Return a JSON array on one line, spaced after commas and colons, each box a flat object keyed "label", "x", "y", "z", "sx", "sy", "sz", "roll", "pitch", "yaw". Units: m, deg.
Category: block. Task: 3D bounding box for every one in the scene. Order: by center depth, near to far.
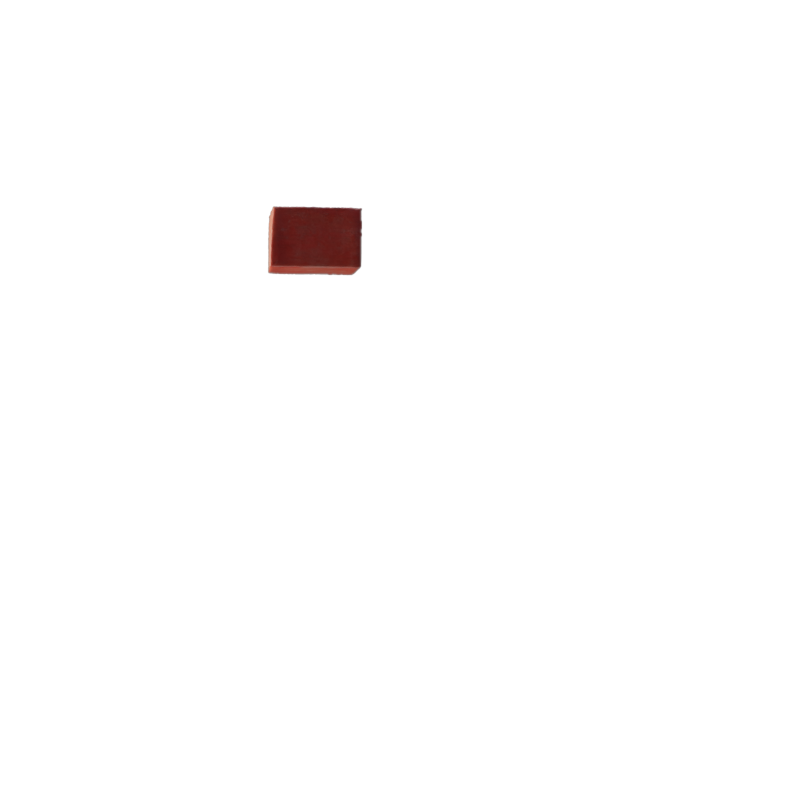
[{"label": "block", "x": -0.074, "y": -0.135, "z": 0.948, "sx": 0.077, "sy": 0.052, "sz": 0.052, "roll": 0, "pitch": -5, "yaw": -7}]
